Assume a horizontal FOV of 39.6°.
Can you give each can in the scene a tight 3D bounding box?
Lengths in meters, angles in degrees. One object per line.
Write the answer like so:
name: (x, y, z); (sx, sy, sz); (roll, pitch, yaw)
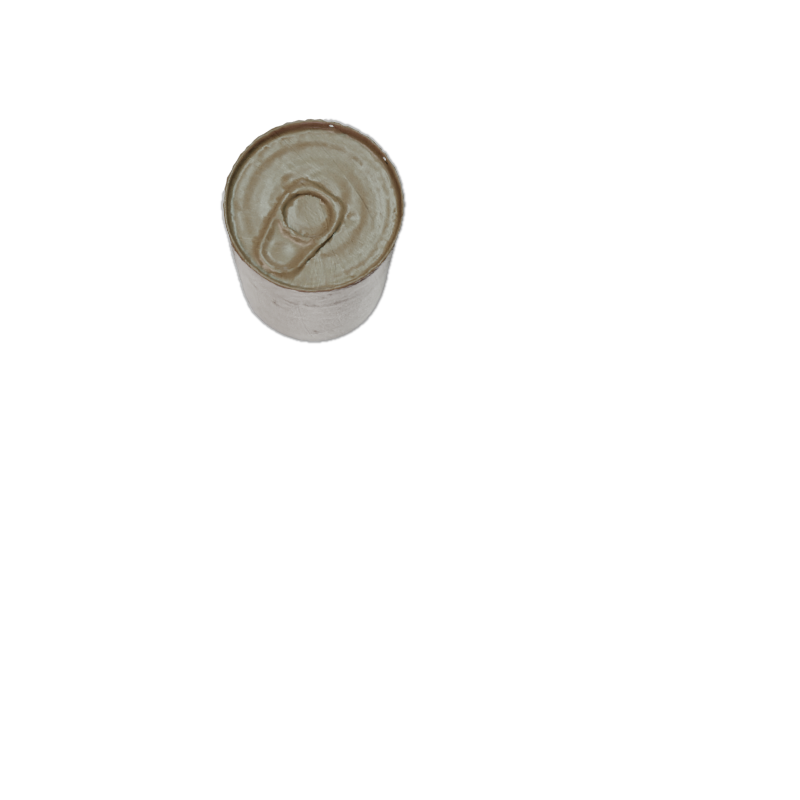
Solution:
can: (-0.036, -0.066, 0.460); (0.068, 0.071, 0.099); (0, -11, -3)
